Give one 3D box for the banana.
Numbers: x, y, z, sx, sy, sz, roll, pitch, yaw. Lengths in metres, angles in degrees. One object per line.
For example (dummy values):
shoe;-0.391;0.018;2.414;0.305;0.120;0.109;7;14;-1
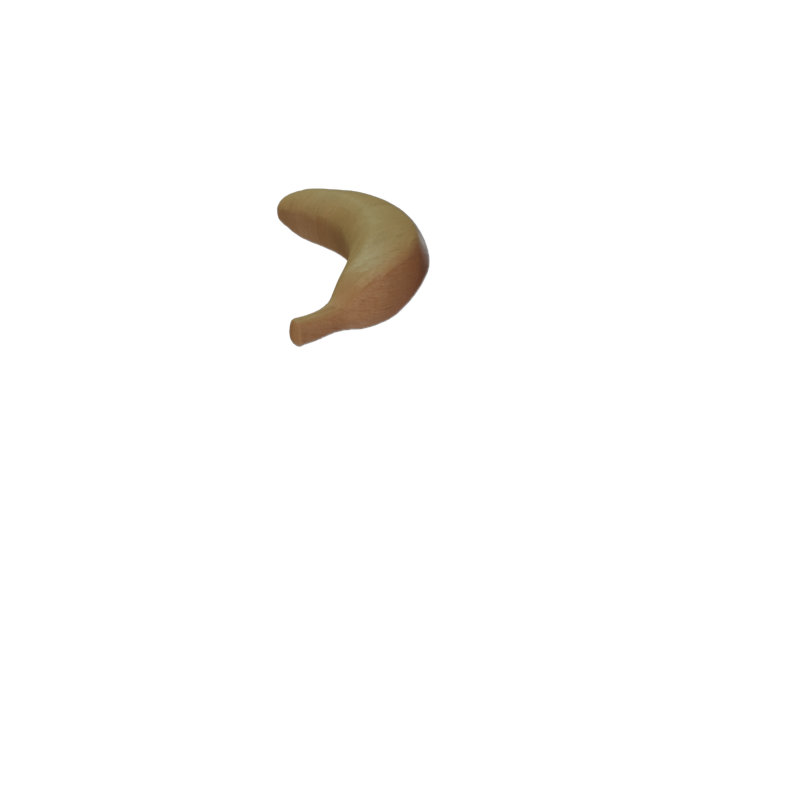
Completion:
banana;-0.024;-0.077;0.548;0.069;0.035;0.208;-2;23;-6
